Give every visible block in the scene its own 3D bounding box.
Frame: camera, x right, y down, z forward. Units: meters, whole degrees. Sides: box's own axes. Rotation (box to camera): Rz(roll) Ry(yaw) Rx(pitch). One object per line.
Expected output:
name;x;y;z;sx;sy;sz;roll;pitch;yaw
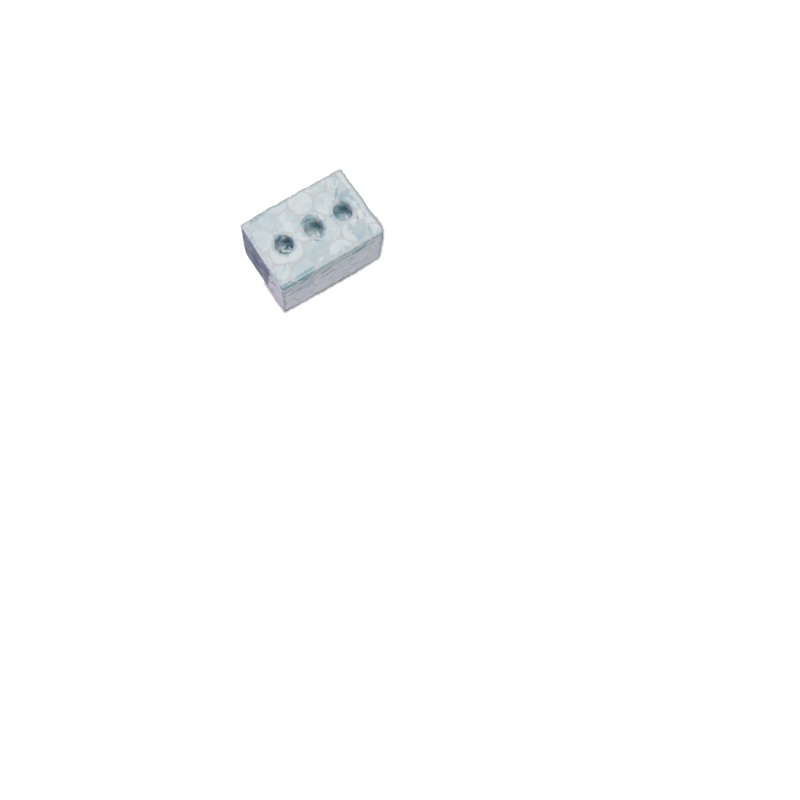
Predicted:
block;-0.056;-0.103;0.721;0.078;0.055;0.049;-32;-14;-12
